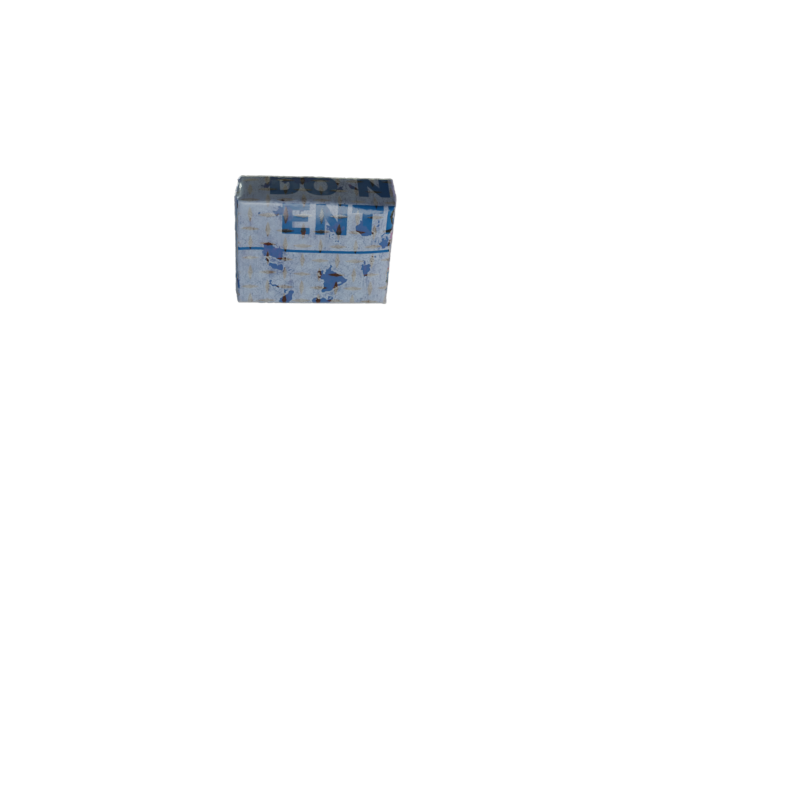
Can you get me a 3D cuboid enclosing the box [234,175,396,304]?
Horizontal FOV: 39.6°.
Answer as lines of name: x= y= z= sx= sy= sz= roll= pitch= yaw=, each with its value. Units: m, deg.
box: x=-0.062 y=-0.114 z=0.797 sx=0.113 sy=0.084 sz=0.042 roll=3 pitch=38 yaw=-3
